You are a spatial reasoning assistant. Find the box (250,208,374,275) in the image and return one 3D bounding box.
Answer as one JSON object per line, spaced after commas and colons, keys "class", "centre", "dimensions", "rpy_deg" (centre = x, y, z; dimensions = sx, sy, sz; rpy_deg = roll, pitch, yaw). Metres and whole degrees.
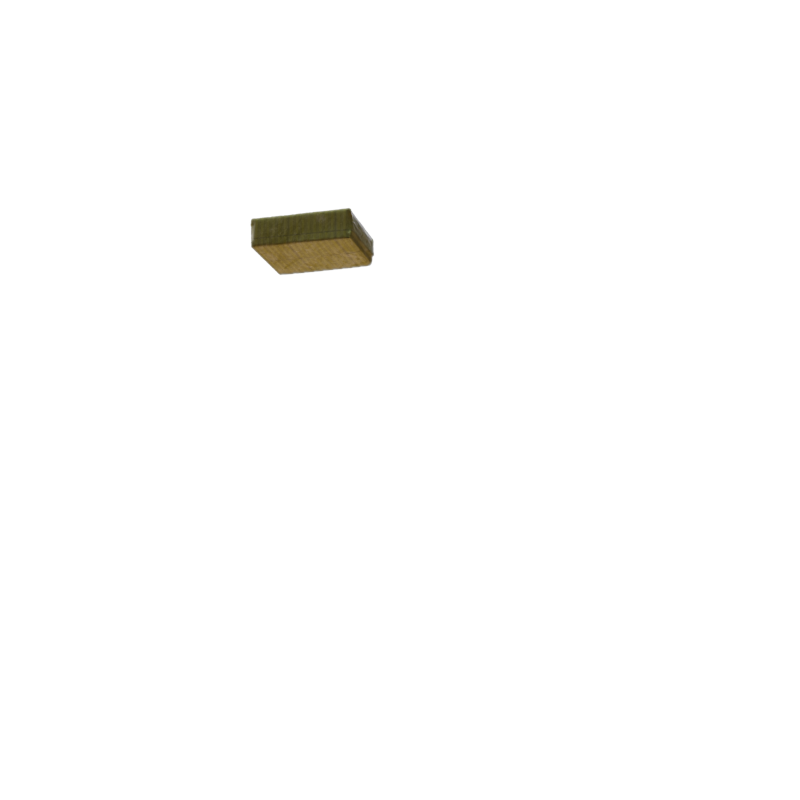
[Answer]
{"class": "box", "centre": [-0.074, -0.135, 0.948], "dimensions": [0.091, 0.031, 0.069], "rpy_deg": [-4, -15, 16]}
